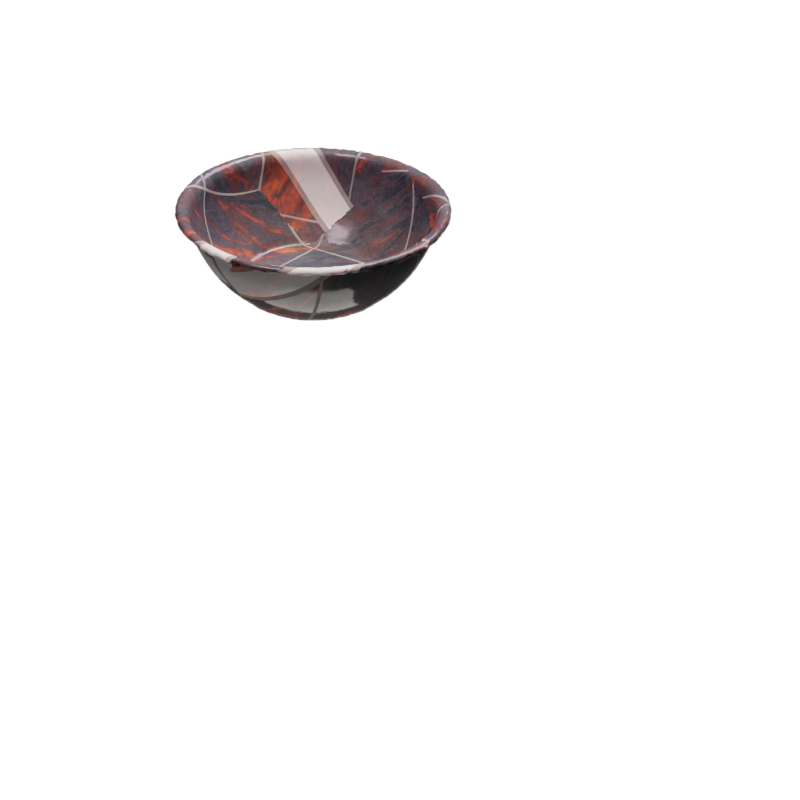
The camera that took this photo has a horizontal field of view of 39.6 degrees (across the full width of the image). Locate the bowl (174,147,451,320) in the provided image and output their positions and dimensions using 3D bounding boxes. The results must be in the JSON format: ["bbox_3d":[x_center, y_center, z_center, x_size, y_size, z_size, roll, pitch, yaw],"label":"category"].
[{"bbox_3d":[-0.052,-0.095,0.663,0.162,0.052,0.173,-1,35,-2],"label":"bowl"}]
